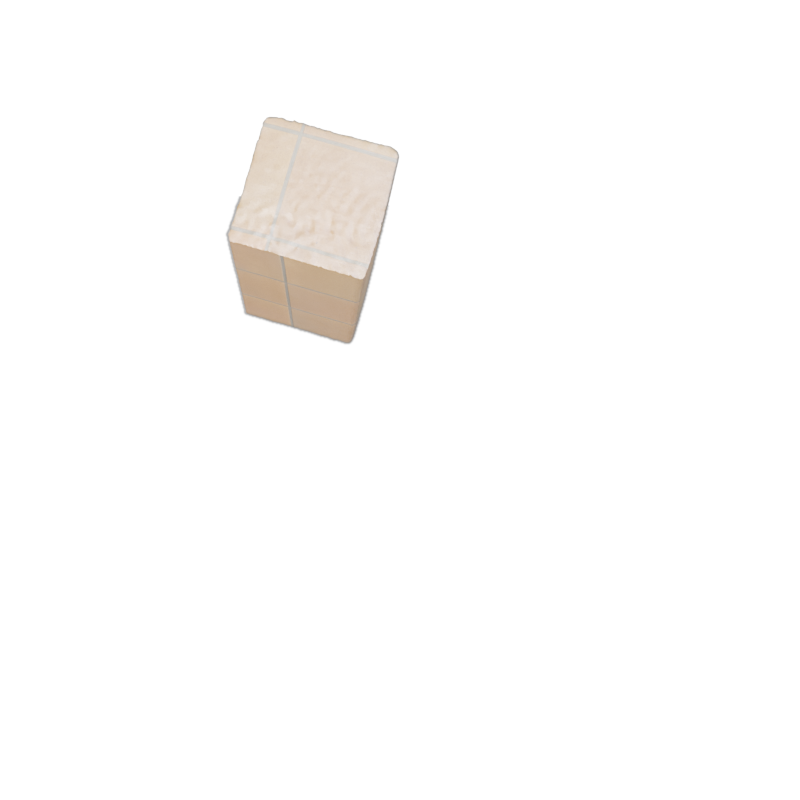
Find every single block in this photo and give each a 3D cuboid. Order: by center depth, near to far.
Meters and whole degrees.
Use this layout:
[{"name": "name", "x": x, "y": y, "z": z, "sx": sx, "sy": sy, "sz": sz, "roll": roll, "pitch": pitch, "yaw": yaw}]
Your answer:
[{"name": "block", "x": -0.061, "y": -0.113, "z": 0.786, "sx": 0.091, "sy": 0.092, "sz": 0.200, "roll": 16, "pitch": -10, "yaw": -1}]
